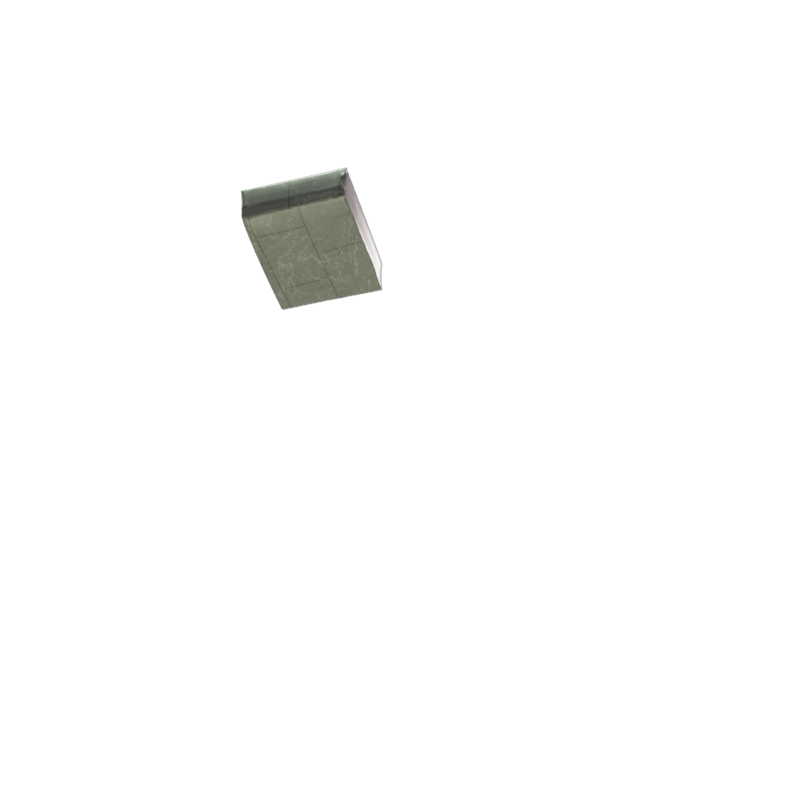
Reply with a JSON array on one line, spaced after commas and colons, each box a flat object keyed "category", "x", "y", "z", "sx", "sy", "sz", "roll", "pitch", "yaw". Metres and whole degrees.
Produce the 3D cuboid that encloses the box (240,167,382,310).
[{"category": "box", "x": -0.071, "y": -0.129, "z": 0.901, "sx": 0.091, "sy": 0.042, "sz": 0.105, "roll": -11, "pitch": -42, "yaw": 11}]
